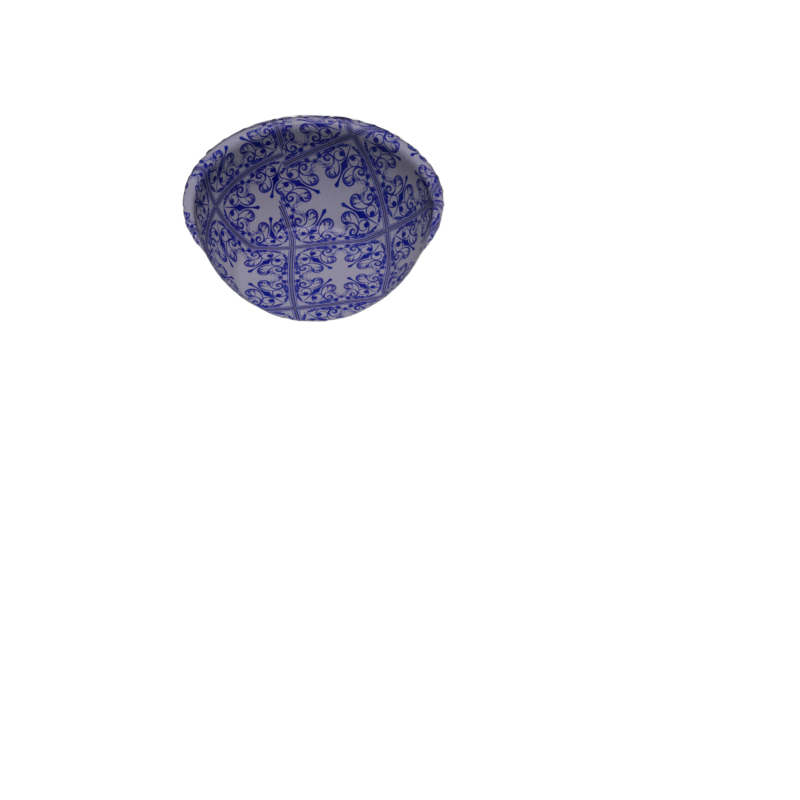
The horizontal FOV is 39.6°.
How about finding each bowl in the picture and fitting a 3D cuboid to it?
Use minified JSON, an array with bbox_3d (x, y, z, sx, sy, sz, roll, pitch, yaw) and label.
[{"bbox_3d":[-0.052,-0.096,0.670,0.162,0.059,0.151,1,-35,-2],"label":"bowl"}]
